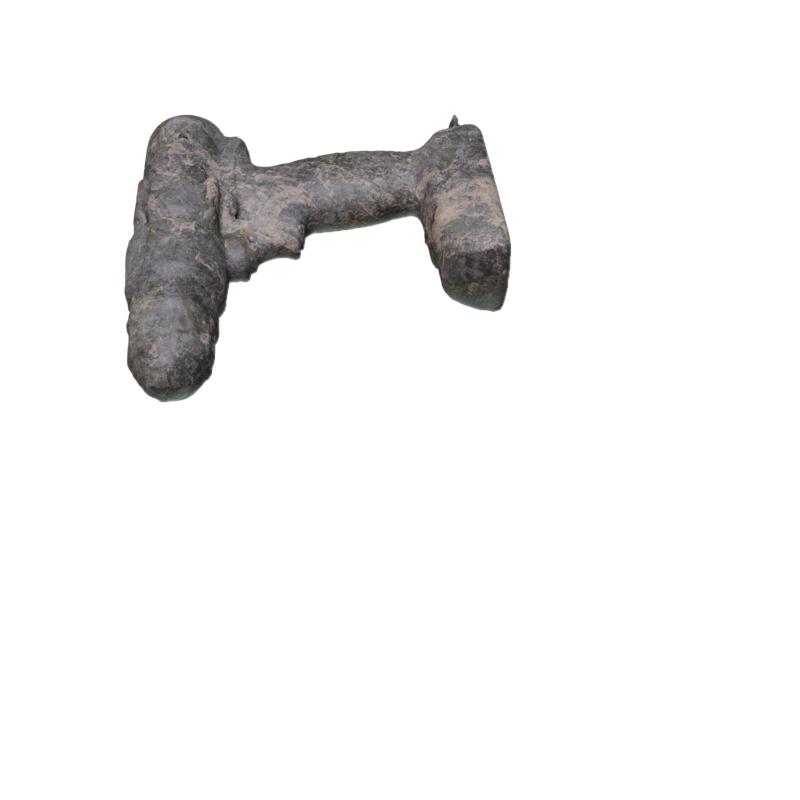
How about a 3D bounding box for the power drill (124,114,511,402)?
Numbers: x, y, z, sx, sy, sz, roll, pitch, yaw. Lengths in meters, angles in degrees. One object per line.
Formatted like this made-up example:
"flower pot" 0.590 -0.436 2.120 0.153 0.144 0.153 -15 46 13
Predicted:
"power drill" -0.044 -0.080 0.558 0.187 0.198 0.053 -3 -41 -3
